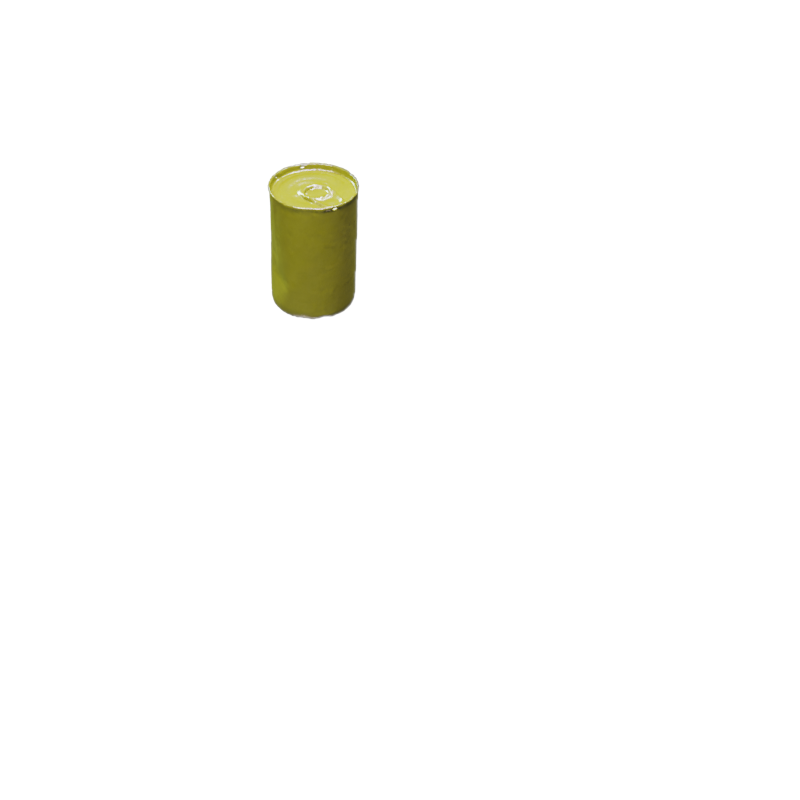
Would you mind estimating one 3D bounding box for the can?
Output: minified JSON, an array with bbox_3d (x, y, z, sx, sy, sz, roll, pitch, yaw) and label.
[{"bbox_3d":[-0.067,-0.122,0.852,0.068,0.096,0.073,0,37,-3],"label":"can"}]
